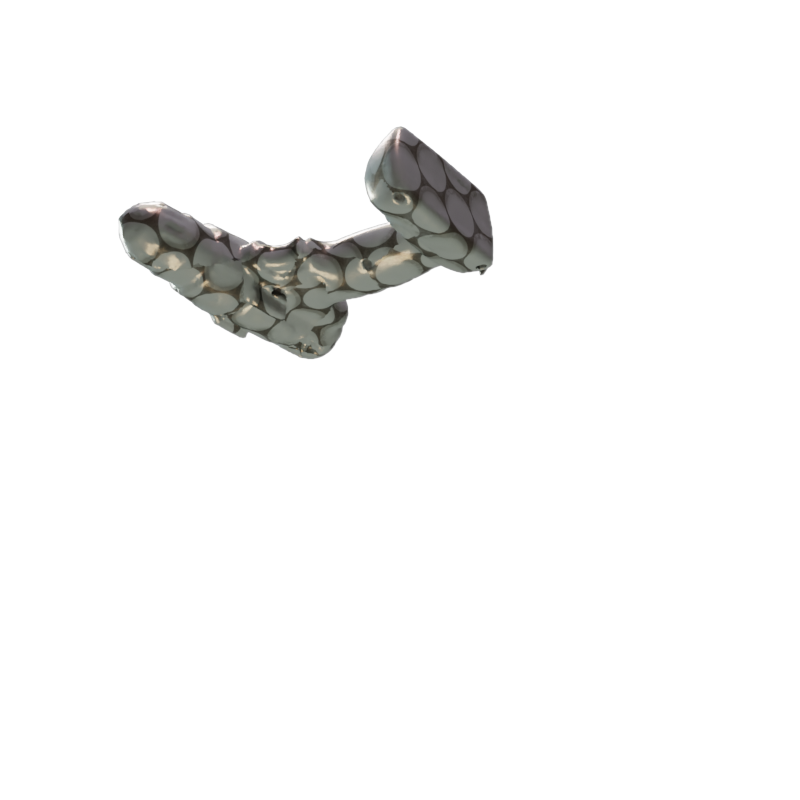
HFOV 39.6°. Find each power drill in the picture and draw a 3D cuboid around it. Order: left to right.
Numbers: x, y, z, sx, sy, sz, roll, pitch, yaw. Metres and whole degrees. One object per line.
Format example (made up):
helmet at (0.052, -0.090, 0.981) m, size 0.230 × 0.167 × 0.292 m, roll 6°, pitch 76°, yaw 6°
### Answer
power drill at (-0.053, -0.097, 0.682) m, size 0.189 × 0.061 × 0.172 m, roll -20°, pitch -32°, yaw 34°
